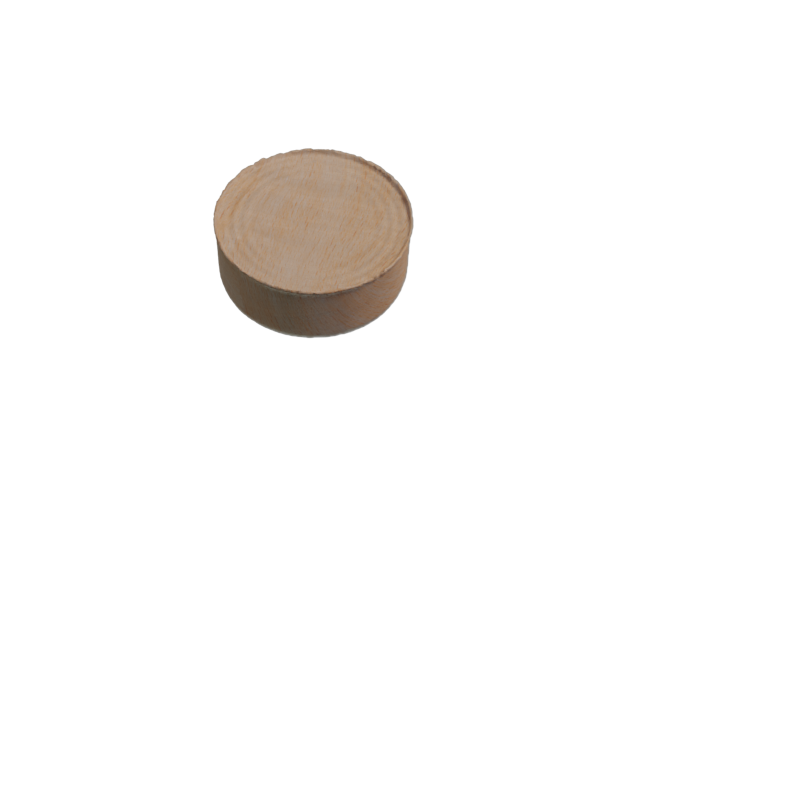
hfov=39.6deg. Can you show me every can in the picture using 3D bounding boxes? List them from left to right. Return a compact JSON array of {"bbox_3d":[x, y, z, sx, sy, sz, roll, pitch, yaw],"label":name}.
[{"bbox_3d":[-0.038,-0.069,0.486,0.086,0.092,0.031,-1,-39,-1],"label":"can"}]
